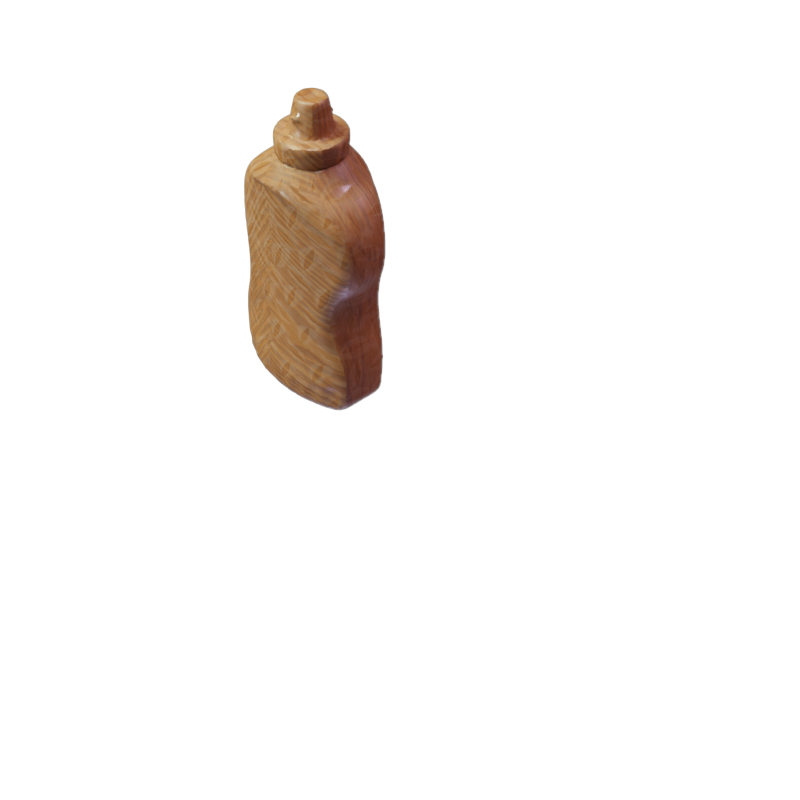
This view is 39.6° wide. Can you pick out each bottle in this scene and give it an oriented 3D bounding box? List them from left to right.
[{"bbox_3d":[-0.050,-0.089,0.628,0.058,0.179,0.103,-26,49,-29],"label":"bottle"}]
